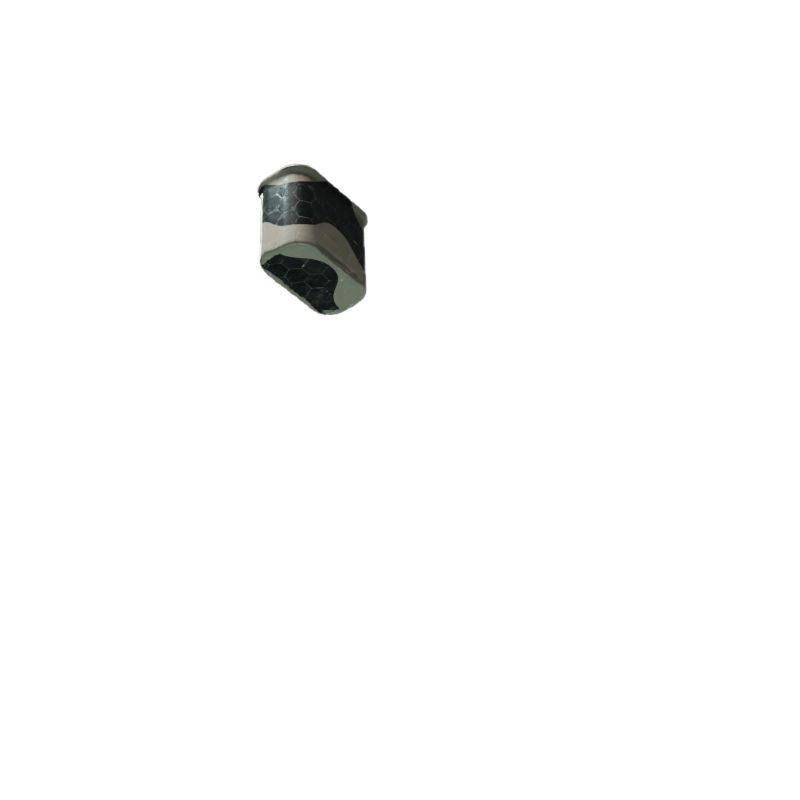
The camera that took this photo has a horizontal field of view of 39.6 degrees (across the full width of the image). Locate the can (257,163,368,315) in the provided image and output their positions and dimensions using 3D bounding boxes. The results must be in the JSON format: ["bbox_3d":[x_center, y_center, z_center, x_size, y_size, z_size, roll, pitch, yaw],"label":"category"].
[{"bbox_3d":[-0.071,-0.130,0.911,0.057,0.090,0.095,-27,-44,28],"label":"can"}]
